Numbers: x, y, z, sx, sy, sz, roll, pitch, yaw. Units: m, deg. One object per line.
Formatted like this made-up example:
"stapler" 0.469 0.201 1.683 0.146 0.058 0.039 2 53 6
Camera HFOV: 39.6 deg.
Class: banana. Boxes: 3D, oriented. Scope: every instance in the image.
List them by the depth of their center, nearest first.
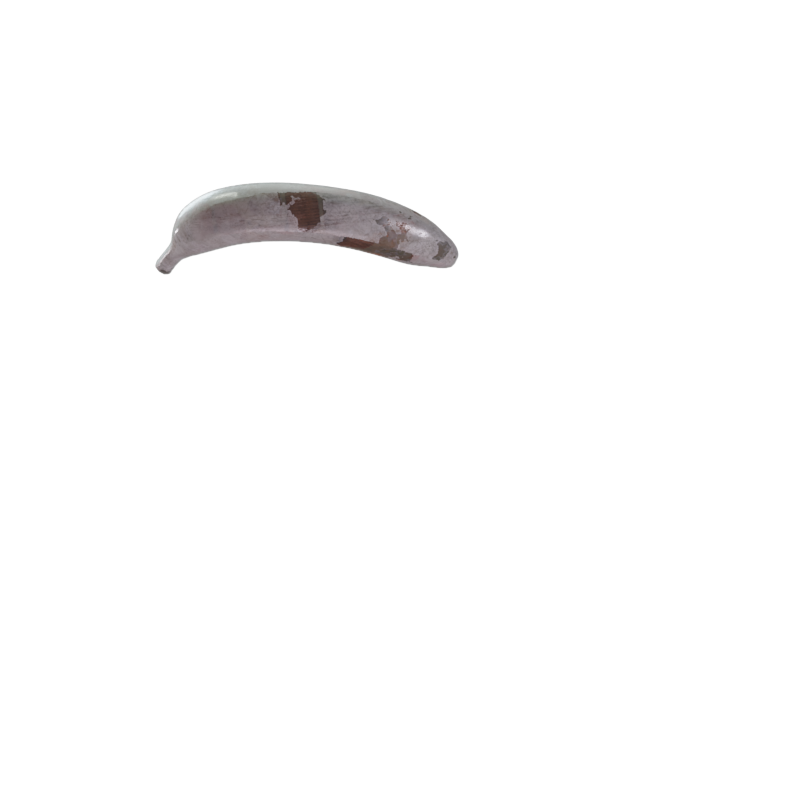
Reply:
"banana" -0.059 -0.110 0.706 0.197 0.039 0.066 0 -25 -1
